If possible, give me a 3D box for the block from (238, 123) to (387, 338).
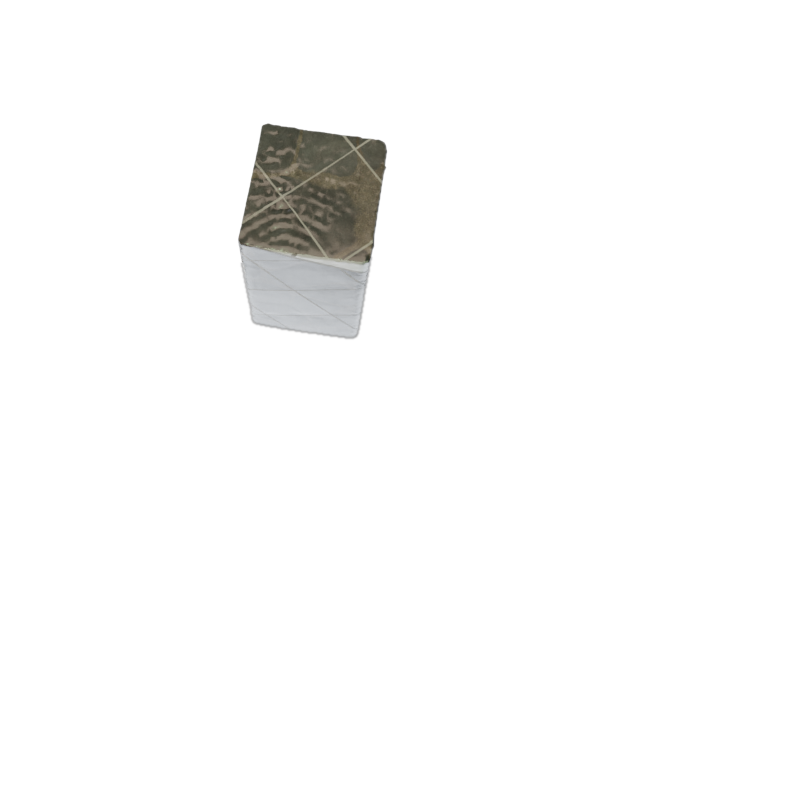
[{"bbox_3d":[-0.065,-0.119,0.836,0.090,0.094,0.199,9,-14,-2],"label":"block"}]
